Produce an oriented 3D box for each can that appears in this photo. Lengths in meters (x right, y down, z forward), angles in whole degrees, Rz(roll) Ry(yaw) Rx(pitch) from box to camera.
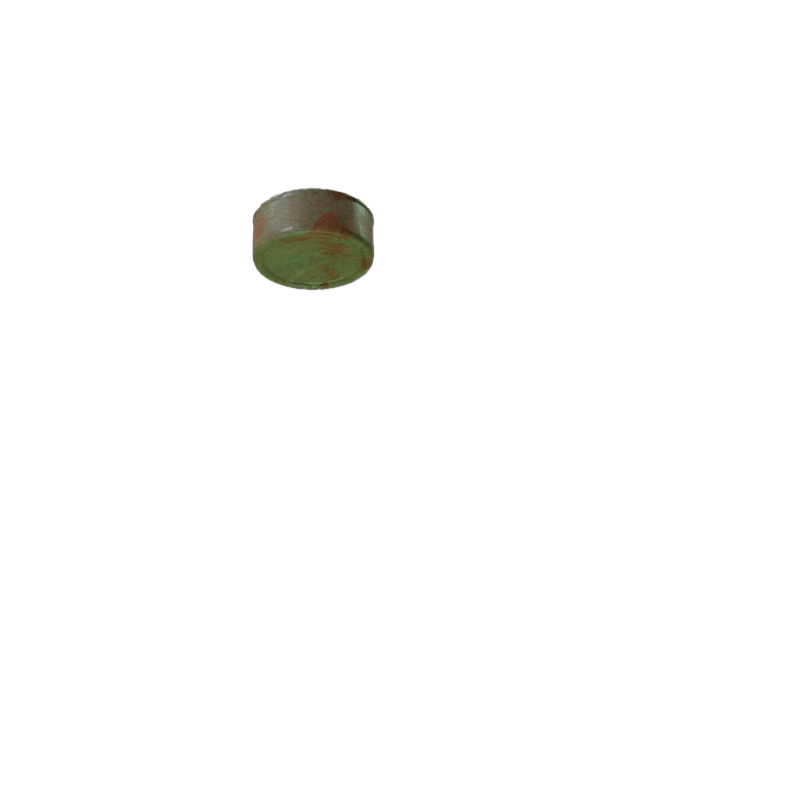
[{"bbox_3d":[-0.061,-0.110,0.773,0.086,0.036,0.081,1,-26,-2],"label":"can"}]
